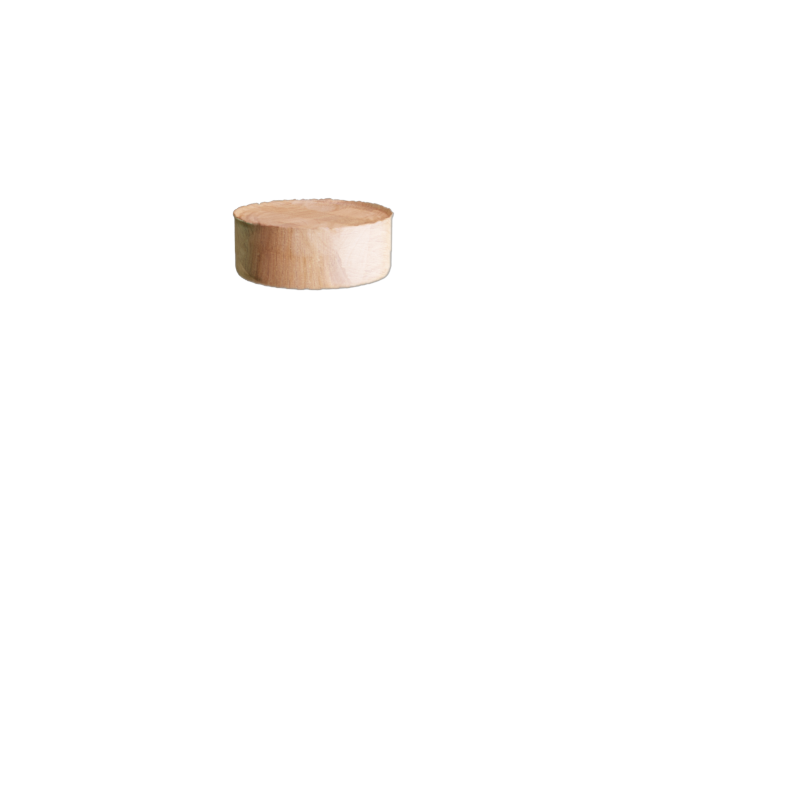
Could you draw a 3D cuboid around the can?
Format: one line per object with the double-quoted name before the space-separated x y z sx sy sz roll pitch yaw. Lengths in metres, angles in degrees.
"can" -0.047 -0.085 0.595 0.086 0.032 0.089 -1 19 -2
